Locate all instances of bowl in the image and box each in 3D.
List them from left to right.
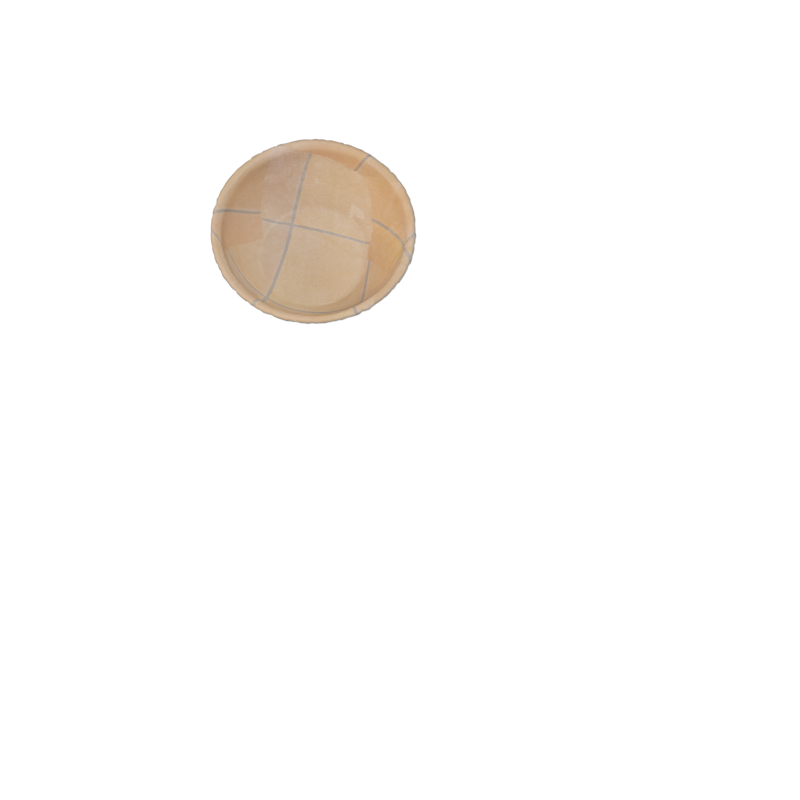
[{"bbox_3d":[-0.070,-0.127,0.889,0.162,0.171,0.052,-1,-24,-1],"label":"bowl"}]
